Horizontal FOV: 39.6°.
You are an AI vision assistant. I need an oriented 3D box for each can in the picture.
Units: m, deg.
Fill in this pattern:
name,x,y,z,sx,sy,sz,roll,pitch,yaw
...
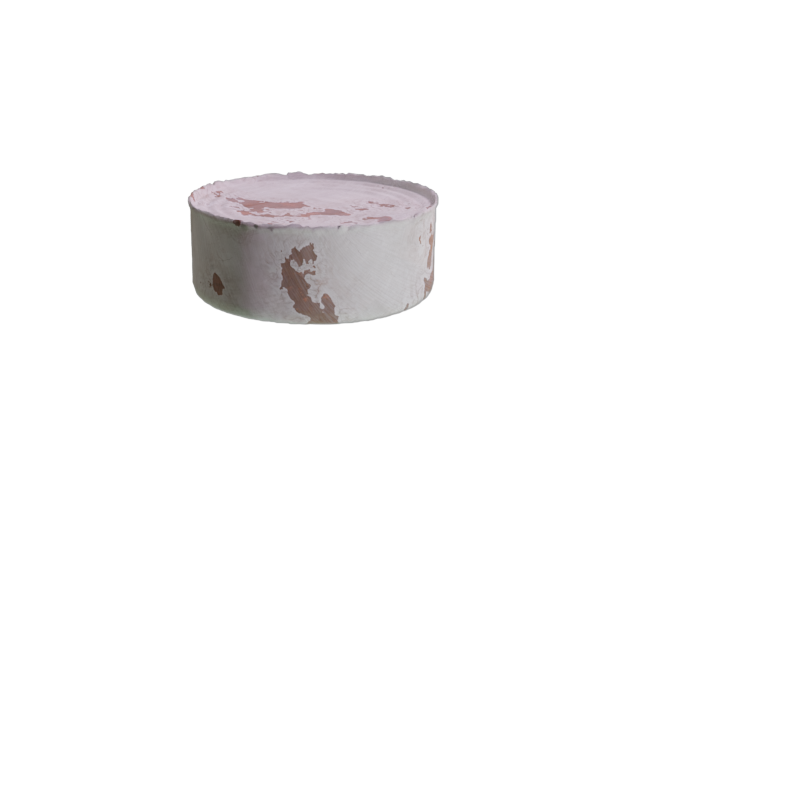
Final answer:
name,x,y,z,sx,sy,sz,roll,pitch,yaw
can,-0.030,-0.055,0.385,0.086,0.032,0.090,-1,21,-2
